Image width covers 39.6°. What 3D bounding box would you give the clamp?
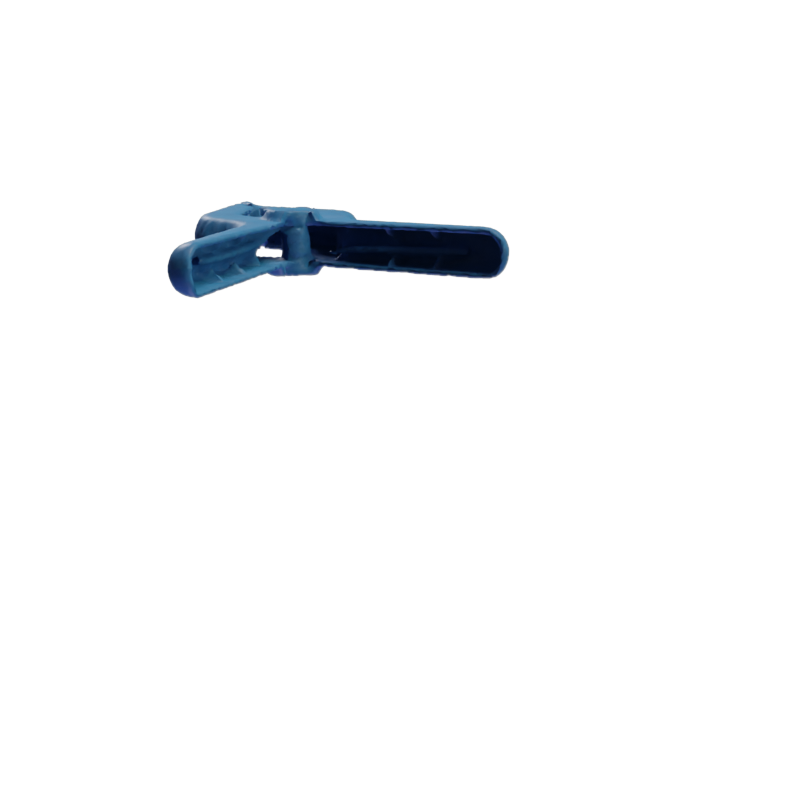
[{"bbox_3d":[-0.047,-0.085,0.599,0.162,0.035,0.218,-3,14,-12],"label":"clamp"}]
